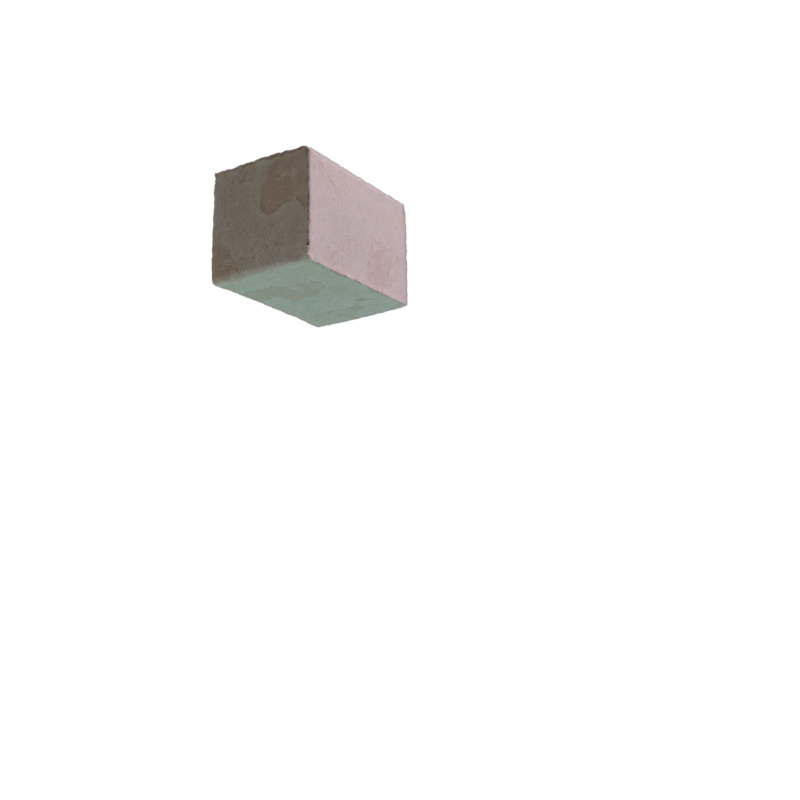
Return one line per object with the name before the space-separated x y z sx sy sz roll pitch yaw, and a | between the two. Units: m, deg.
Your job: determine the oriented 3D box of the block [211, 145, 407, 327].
block | -0.038 -0.069 0.486 0.054 0.054 0.073 -12 -20 31
